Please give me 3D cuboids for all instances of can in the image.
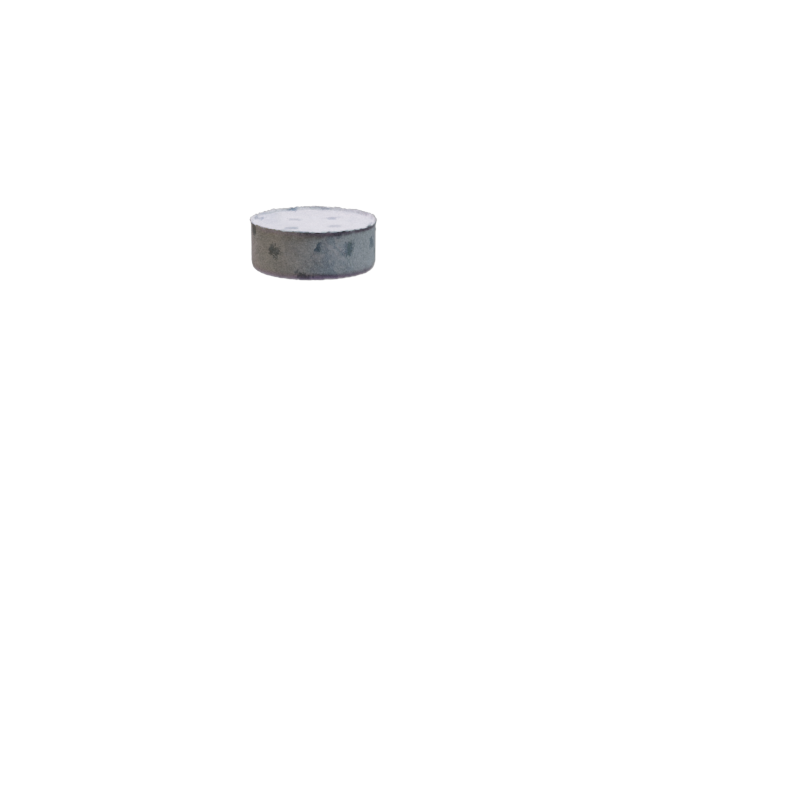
[{"bbox_3d":[-0.059,-0.107,0.751,0.086,0.032,0.089,-1,19,-2],"label":"can"}]
